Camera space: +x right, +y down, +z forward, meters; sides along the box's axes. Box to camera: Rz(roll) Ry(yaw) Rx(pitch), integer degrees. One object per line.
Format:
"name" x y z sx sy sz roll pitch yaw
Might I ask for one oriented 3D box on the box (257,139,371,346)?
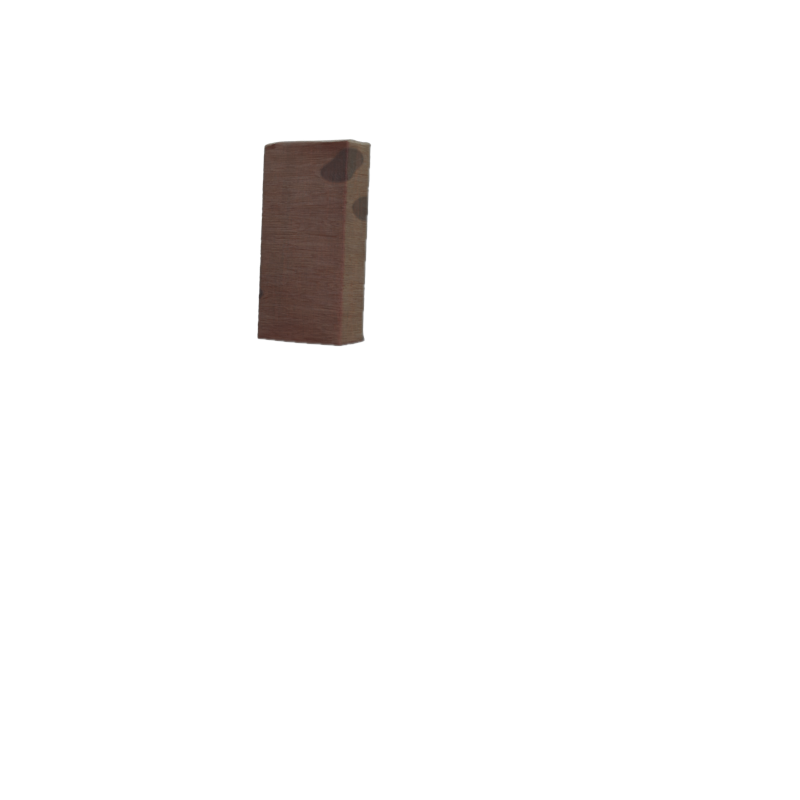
"box" -0.077 -0.139 0.973 0.097 0.176 0.046 2 2 33
